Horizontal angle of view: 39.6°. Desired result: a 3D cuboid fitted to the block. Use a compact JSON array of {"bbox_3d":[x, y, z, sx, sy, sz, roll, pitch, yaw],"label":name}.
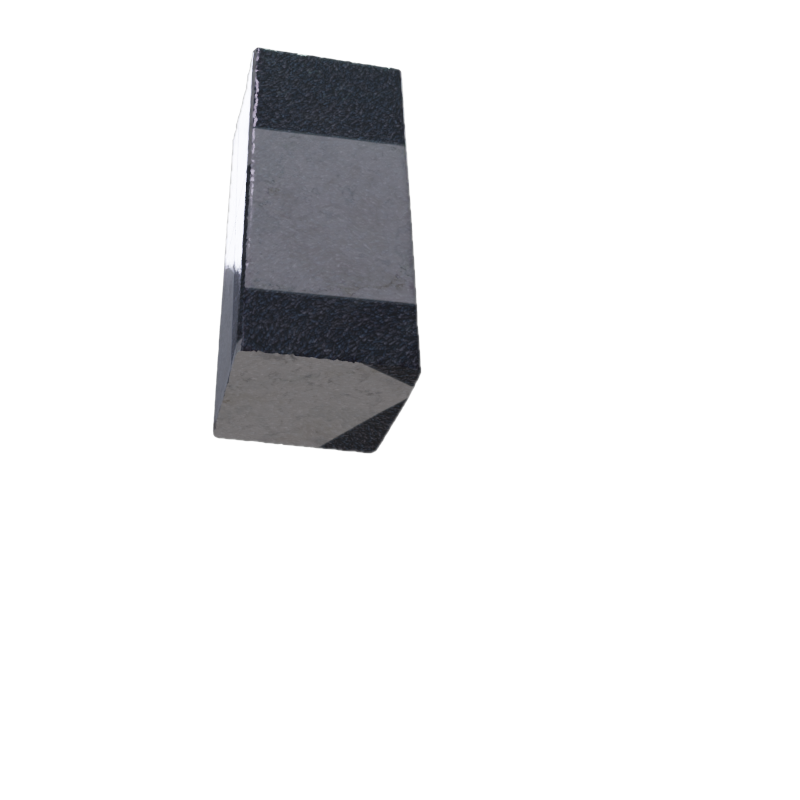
[{"bbox_3d":[-0.048,-0.087,0.613,0.089,0.221,0.086,6,-36,-13],"label":"block"}]
